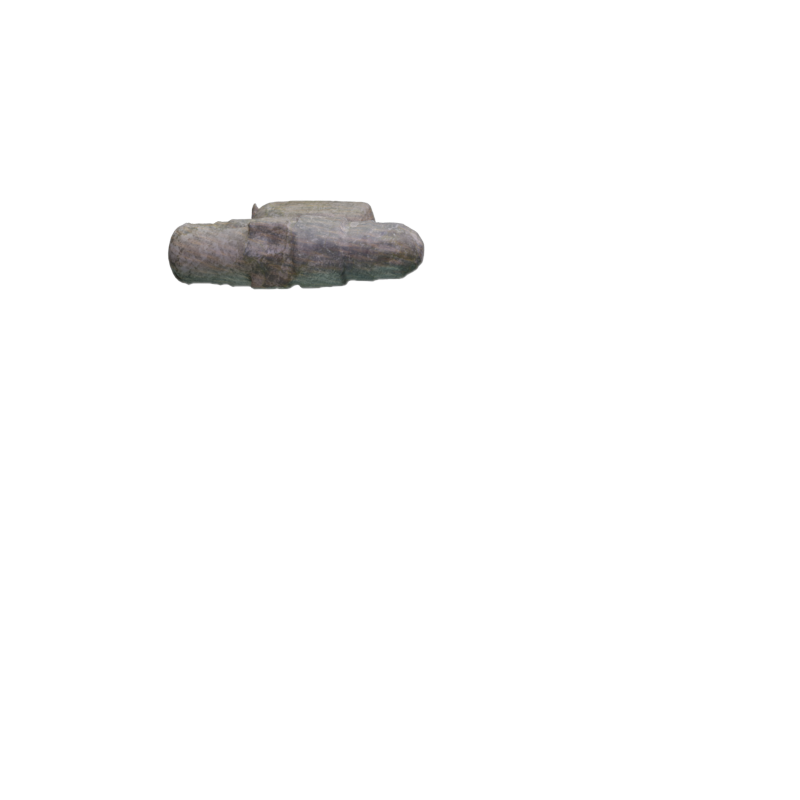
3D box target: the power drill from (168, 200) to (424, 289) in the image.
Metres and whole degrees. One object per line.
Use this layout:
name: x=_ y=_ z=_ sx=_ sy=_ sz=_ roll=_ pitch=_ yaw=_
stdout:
power drill: x=-0.067 y=-0.122 z=0.856 sx=0.187 sy=0.056 sz=0.189 roll=2 pitch=12 yaw=9
